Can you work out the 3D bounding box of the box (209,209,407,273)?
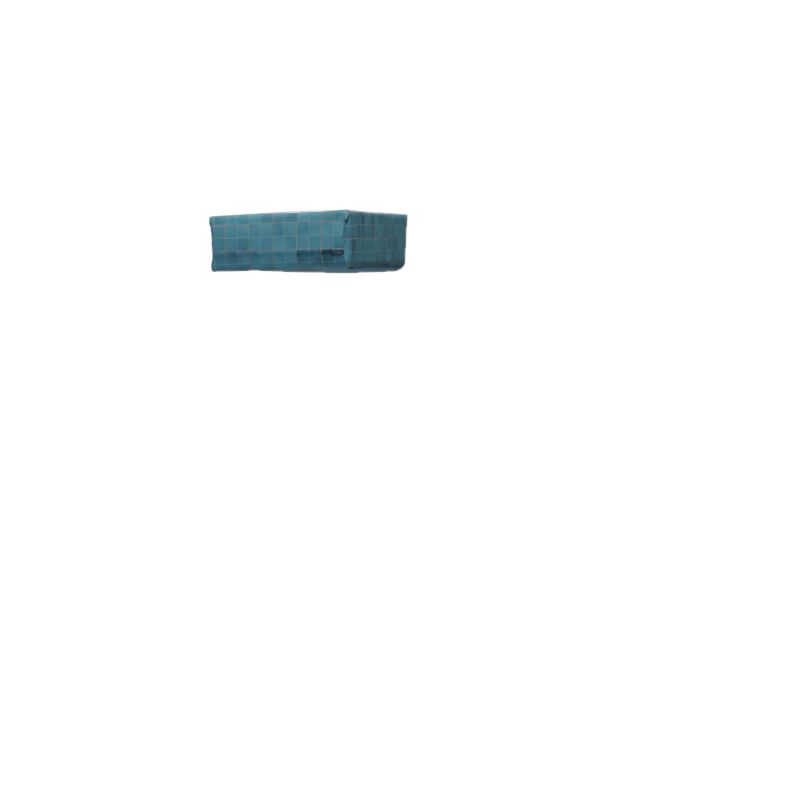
[{"bbox_3d":[-0.054,-0.099,0.690,0.092,0.039,0.111,2,5,20],"label":"box"}]
